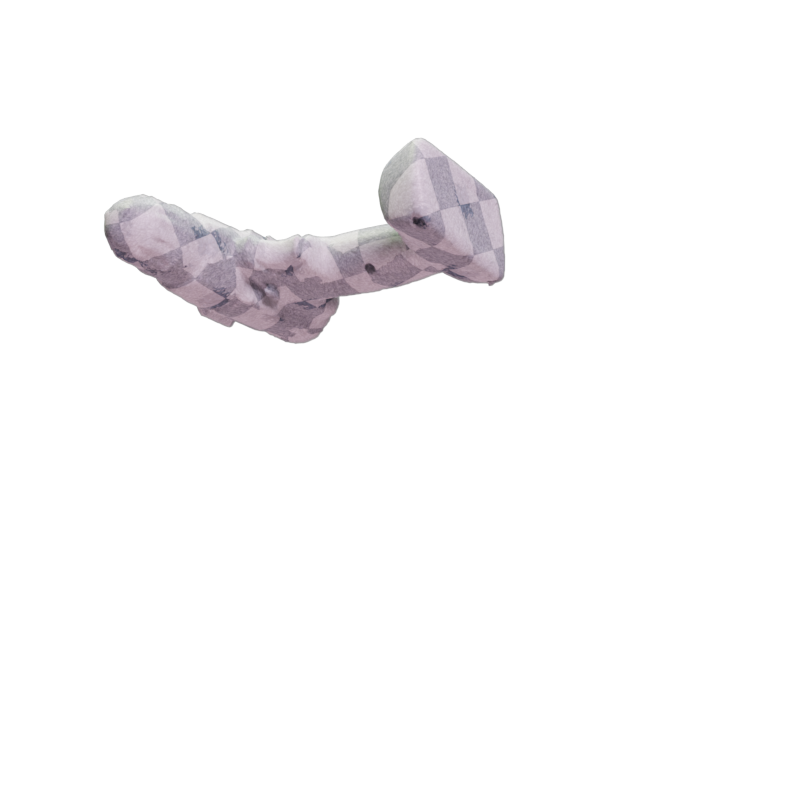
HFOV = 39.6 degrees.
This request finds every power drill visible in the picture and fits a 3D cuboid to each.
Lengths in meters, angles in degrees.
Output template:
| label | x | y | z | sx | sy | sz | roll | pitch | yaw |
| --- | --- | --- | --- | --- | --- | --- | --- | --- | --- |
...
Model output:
| label | x | y | z | sx | sy | sz | roll | pitch | yaw |
| --- | --- | --- | --- | --- | --- | --- | --- | --- | --- |
| power drill | -0.050 | -0.091 | 0.636 | 0.191 | 0.060 | 0.173 | -11 | -19 | 32 |
